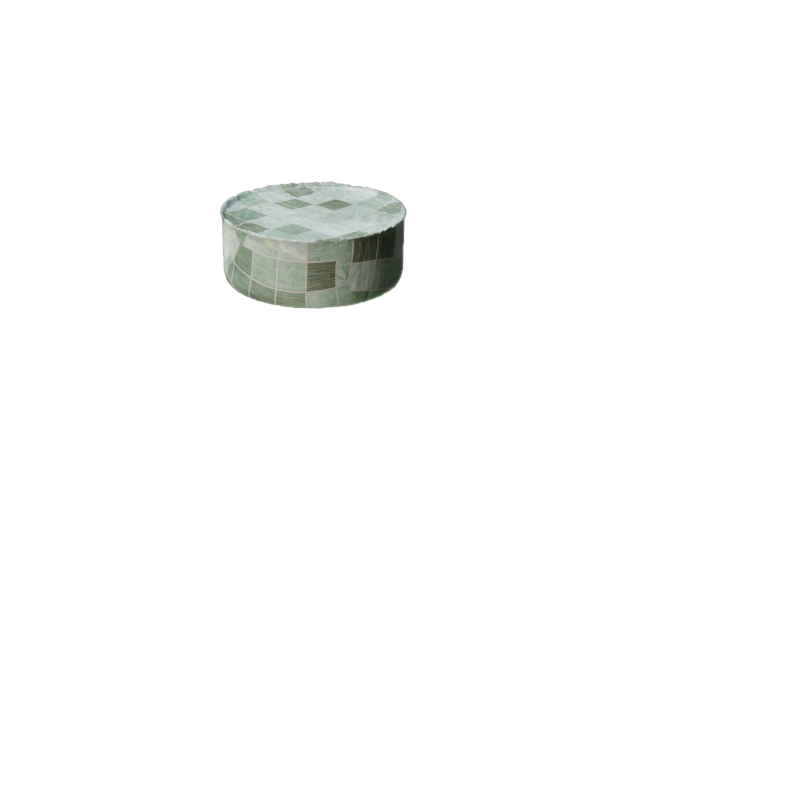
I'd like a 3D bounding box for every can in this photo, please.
[{"bbox_3d":[-0.040,-0.074,0.517,0.086,0.032,0.091,-1,26,-2],"label":"can"}]
